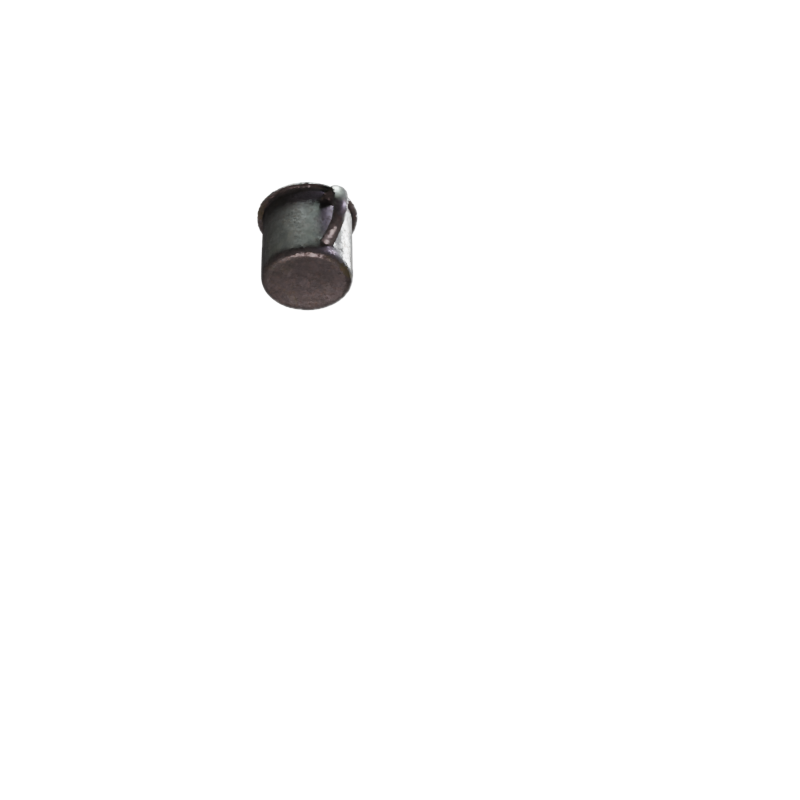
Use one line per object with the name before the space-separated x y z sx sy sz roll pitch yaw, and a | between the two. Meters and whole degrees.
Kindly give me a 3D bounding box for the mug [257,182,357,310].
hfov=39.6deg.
mug | -0.078 -0.142 0.992 0.089 0.087 0.114 20 -44 -24
